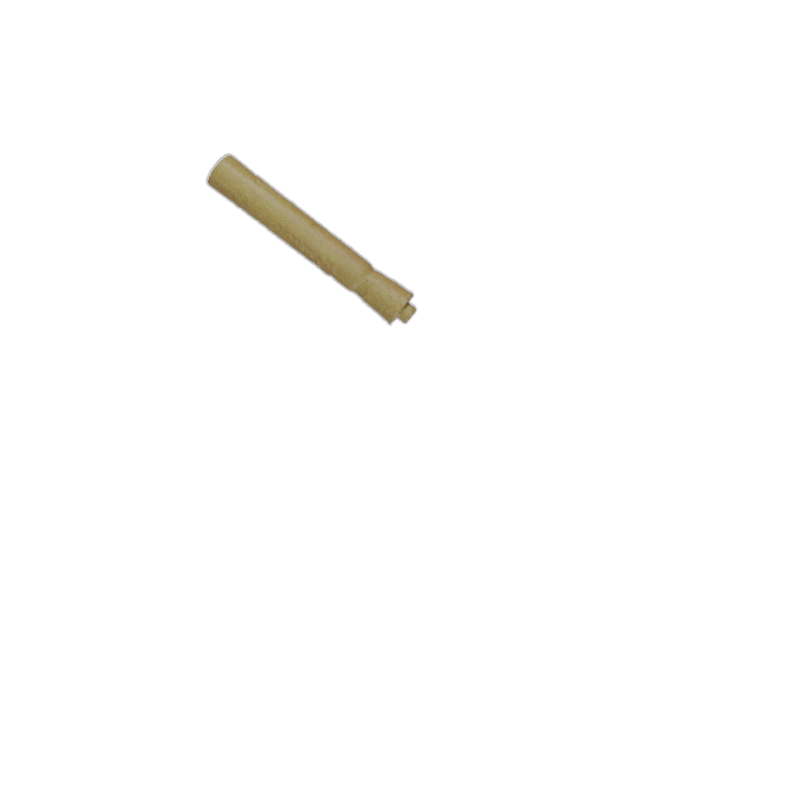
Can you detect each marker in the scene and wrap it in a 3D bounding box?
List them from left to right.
[{"bbox_3d":[-0.043,-0.078,0.545,0.123,0.020,0.019,38,8,8],"label":"marker"}]
